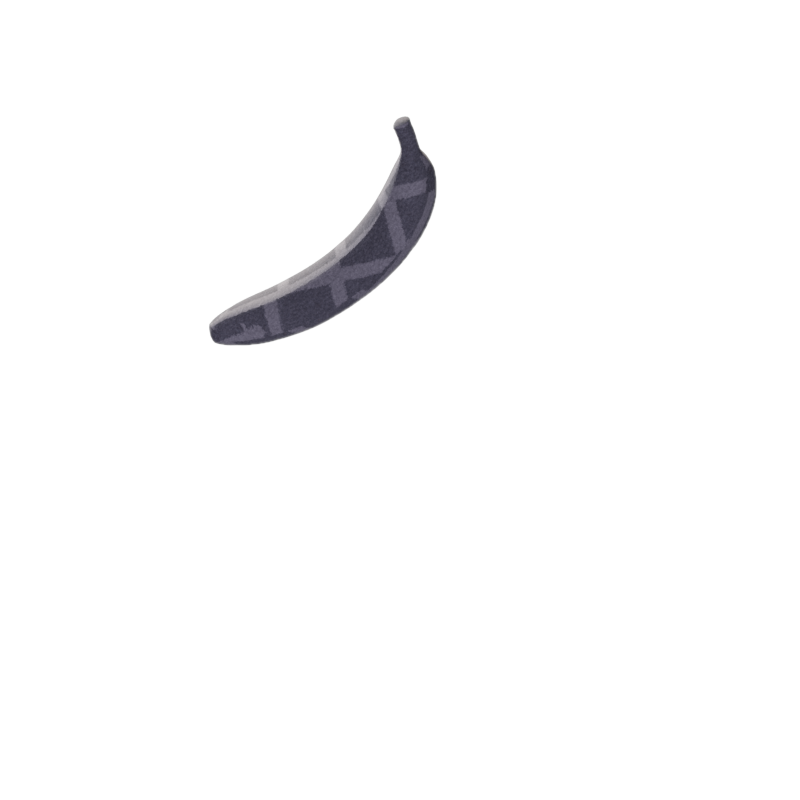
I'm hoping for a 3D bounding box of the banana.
[{"bbox_3d":[-0.039,-0.094,0.712,0.067,0.195,0.039,38,19,-18],"label":"banana"}]
